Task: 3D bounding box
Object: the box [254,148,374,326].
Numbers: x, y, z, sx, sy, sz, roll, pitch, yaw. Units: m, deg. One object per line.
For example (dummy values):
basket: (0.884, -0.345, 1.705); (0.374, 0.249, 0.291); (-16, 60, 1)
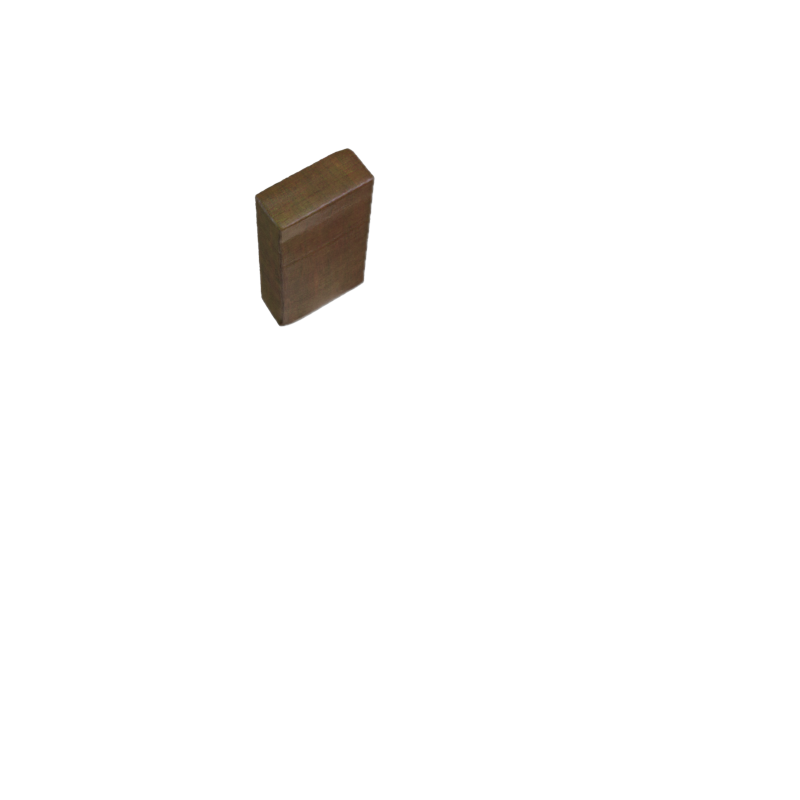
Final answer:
box: (-0.074, -0.136, 0.949); (0.093, 0.051, 0.166); (-31, -21, -18)
